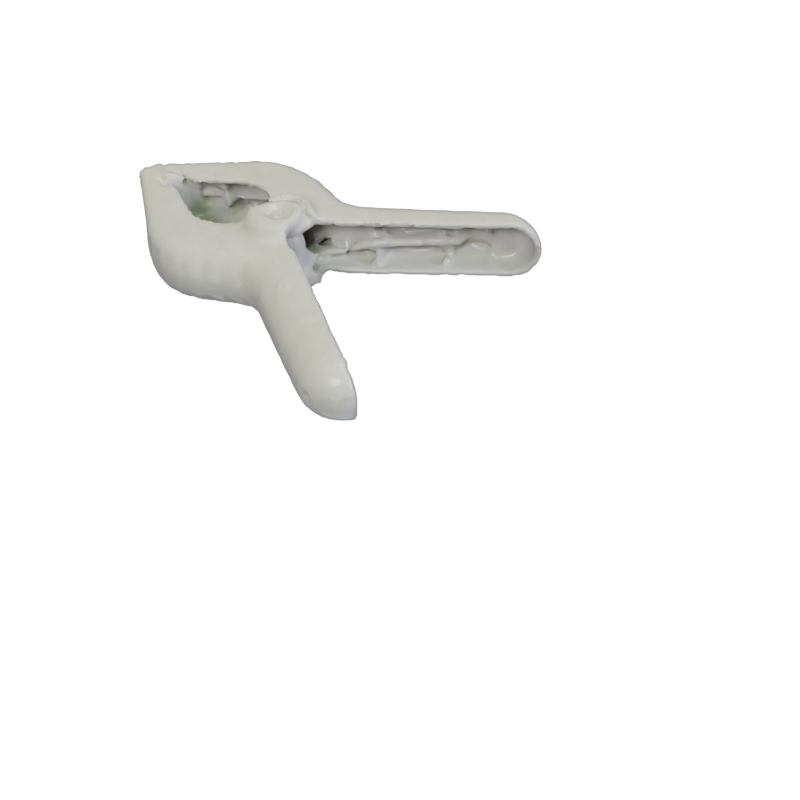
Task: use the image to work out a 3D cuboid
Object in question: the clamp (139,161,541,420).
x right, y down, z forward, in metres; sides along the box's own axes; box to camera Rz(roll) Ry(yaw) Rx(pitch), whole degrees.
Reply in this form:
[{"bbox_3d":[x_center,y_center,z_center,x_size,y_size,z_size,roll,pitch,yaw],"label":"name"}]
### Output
[{"bbox_3d":[-0.034,-0.063,0.440,0.119,0.037,0.184,-26,44,-31],"label":"clamp"}]
